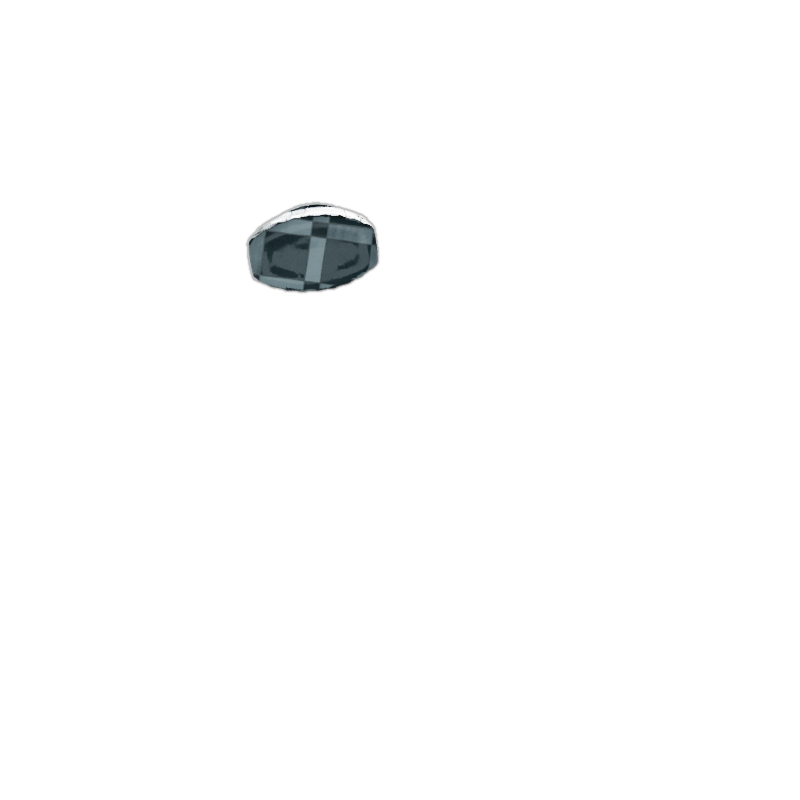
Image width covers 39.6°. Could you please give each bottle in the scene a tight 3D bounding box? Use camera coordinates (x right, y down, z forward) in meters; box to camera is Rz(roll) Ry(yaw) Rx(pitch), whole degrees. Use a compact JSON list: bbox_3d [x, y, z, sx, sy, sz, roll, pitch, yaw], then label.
[{"bbox_3d":[-0.071,-0.129,0.904,0.096,0.057,0.196,-9,13,-2],"label":"bottle"}]
